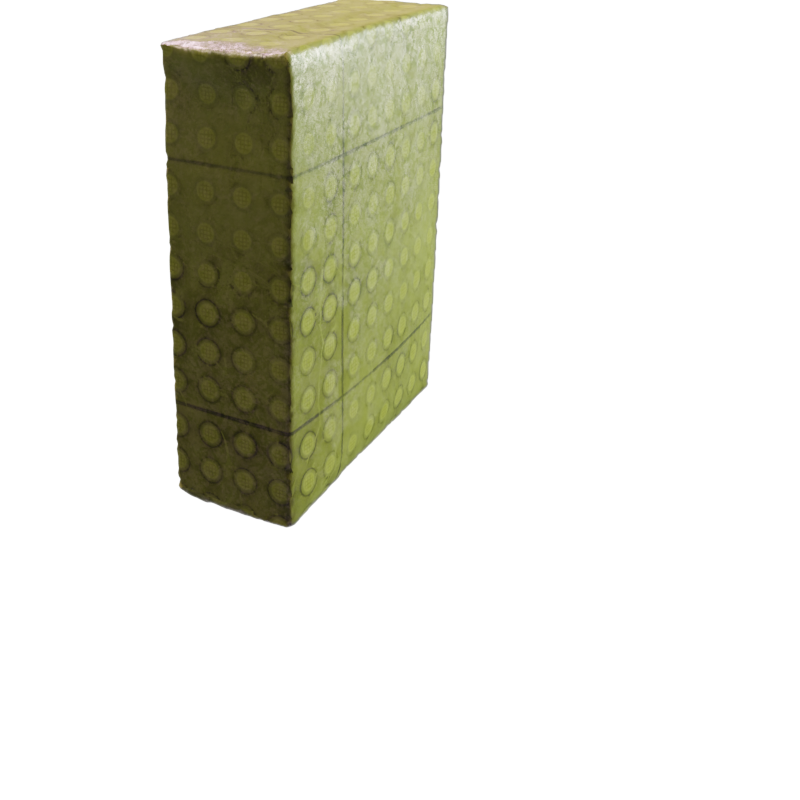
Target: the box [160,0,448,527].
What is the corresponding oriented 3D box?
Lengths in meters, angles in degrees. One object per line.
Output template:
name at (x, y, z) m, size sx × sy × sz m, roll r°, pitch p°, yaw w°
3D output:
box at (-0.042, -0.076, 0.536) m, size 0.075 × 0.204 × 0.166 m, roll 10°, pitch 24°, yaw 22°
